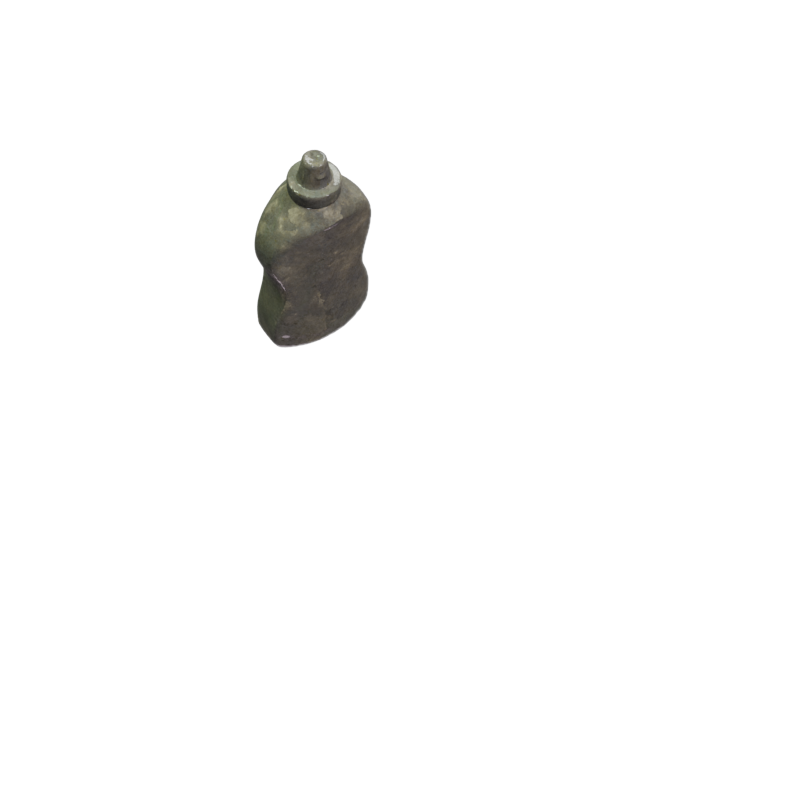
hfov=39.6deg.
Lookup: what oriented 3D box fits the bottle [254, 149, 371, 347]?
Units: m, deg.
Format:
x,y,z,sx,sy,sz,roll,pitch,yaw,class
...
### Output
x,y,z,sx,sy,sz,roll,pitch,yaw,class
-0.068,-0.124,0.868,0.096,0.062,0.179,-28,-28,-21,bottle
